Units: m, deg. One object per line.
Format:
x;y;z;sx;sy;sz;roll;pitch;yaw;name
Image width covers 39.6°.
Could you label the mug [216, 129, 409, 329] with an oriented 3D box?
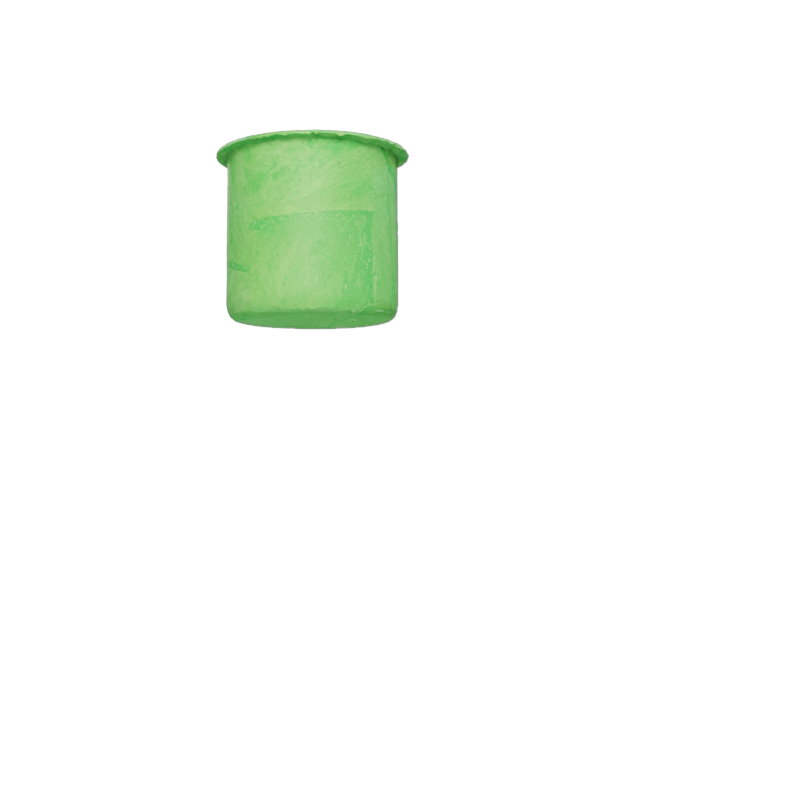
-0.042;-0.078;0.543;0.093;0.083;0.115;0;-5;-1;mug
